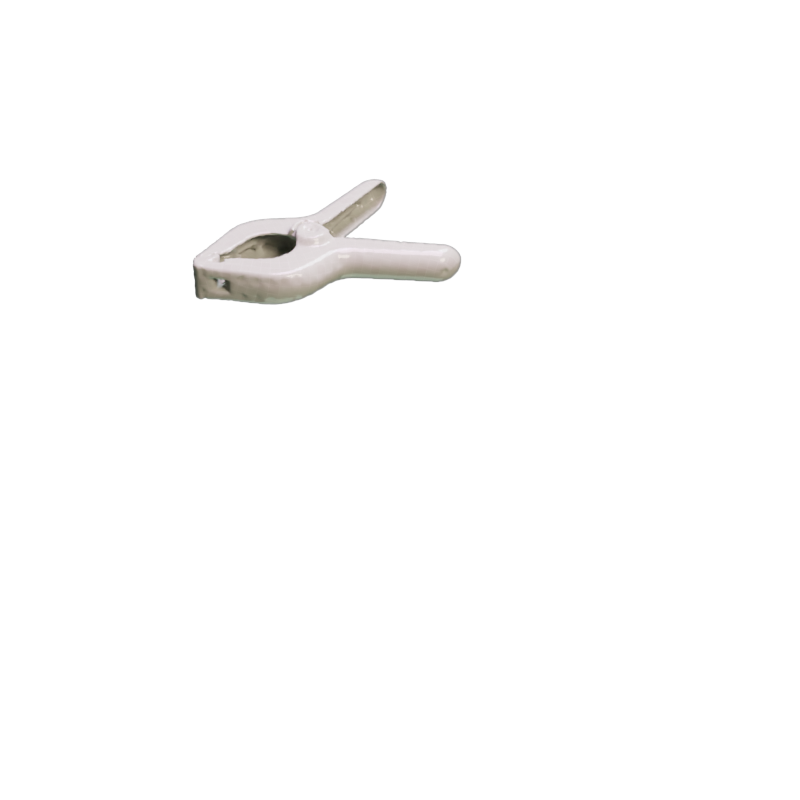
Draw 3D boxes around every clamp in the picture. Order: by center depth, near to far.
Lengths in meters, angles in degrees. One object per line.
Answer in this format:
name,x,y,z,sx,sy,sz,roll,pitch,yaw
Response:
clamp,-0.058,-0.106,0.745,0.169,0.037,0.129,-9,32,-14
